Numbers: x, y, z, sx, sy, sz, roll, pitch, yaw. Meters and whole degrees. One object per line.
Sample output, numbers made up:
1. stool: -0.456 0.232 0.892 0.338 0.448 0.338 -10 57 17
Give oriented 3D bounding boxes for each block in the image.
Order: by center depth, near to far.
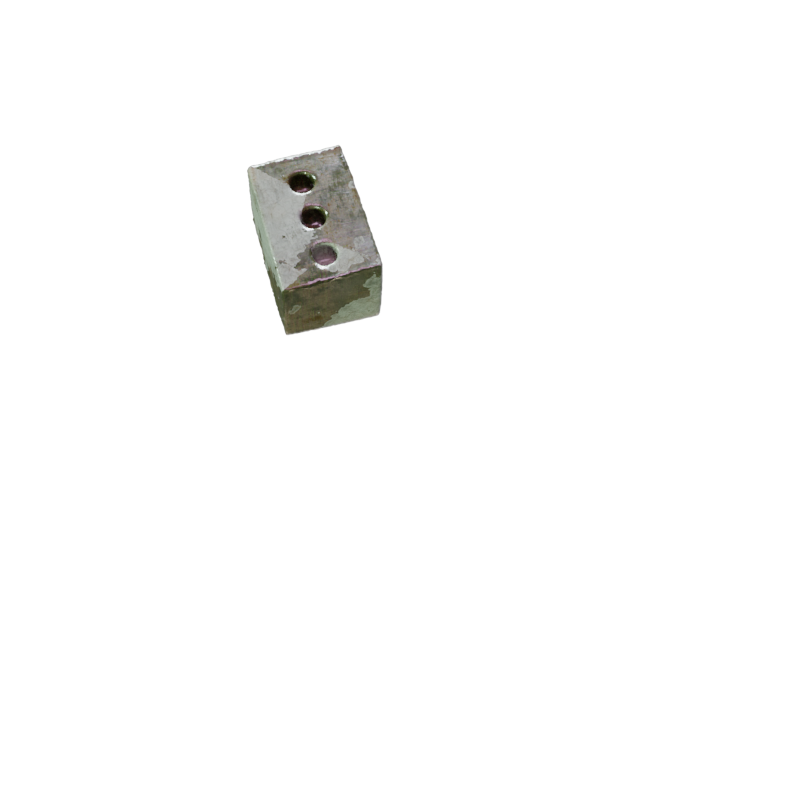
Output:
1. block: -0.045 -0.083 0.578 0.052 0.083 0.048 -15 -26 -9
